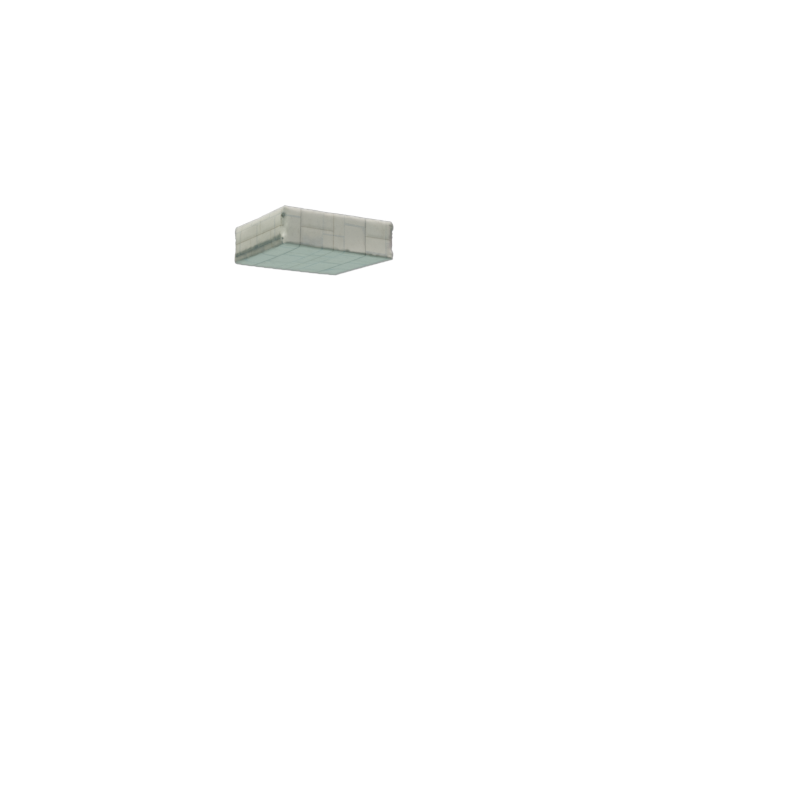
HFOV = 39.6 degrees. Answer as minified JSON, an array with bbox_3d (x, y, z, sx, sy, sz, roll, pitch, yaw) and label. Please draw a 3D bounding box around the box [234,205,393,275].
[{"bbox_3d":[-0.060,-0.110,0.773,0.086,0.031,0.074,3,-7,-32],"label":"box"}]
